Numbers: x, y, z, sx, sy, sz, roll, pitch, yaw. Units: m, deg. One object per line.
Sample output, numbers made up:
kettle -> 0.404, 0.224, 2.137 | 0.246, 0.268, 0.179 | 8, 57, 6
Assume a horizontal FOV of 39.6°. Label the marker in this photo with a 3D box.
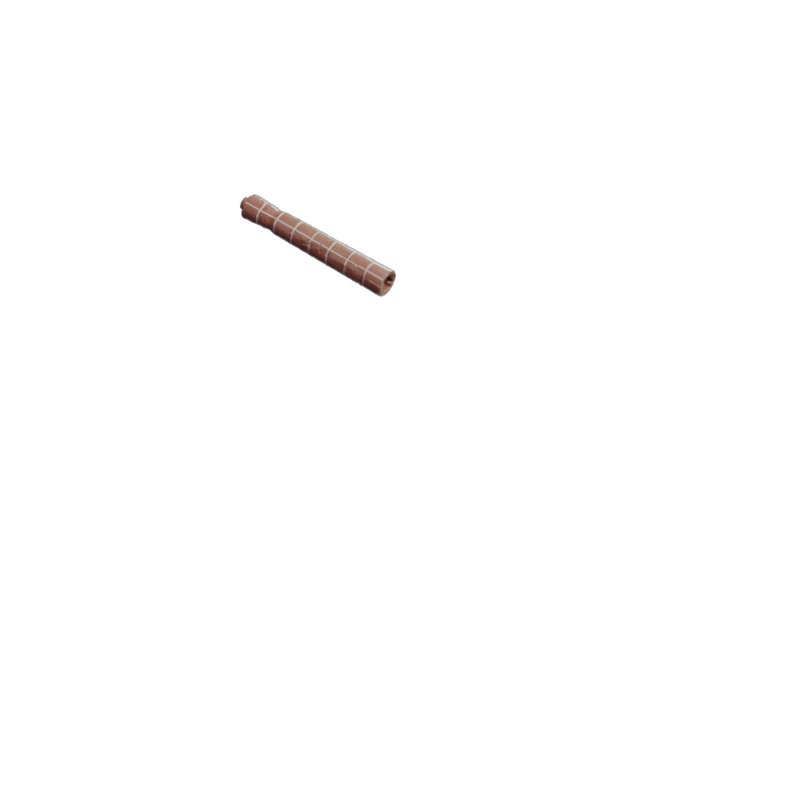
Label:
marker -> -0.057, -0.103, 0.725 | 0.128, 0.019, 0.019 | 32, 17, 25
